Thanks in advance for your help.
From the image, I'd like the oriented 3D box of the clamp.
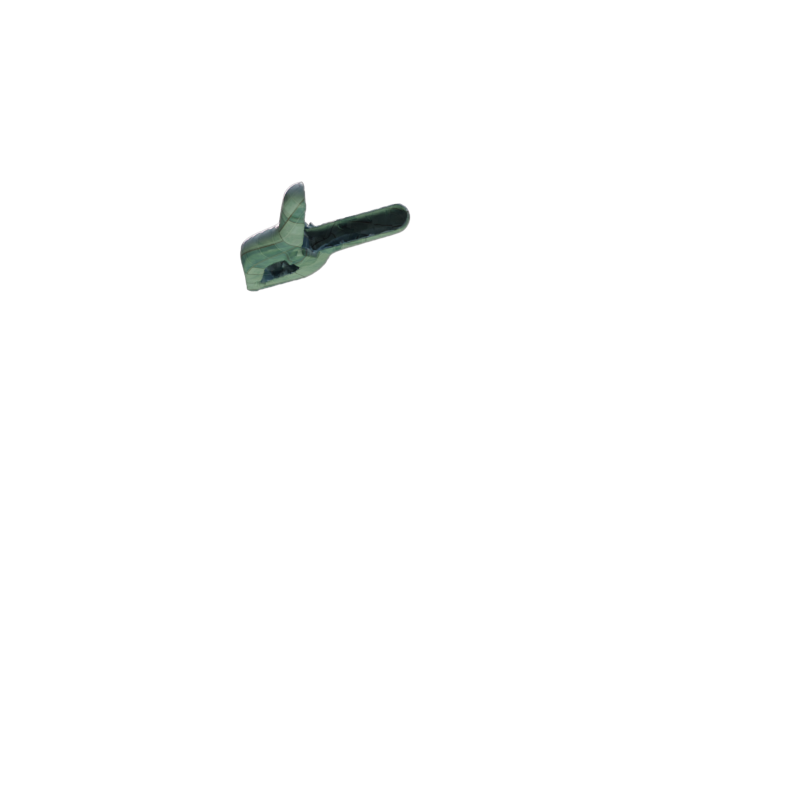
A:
[{"bbox_3d":[-0.075,-0.136,0.955,0.115,0.041,0.170,10,-21,-28],"label":"clamp"}]
